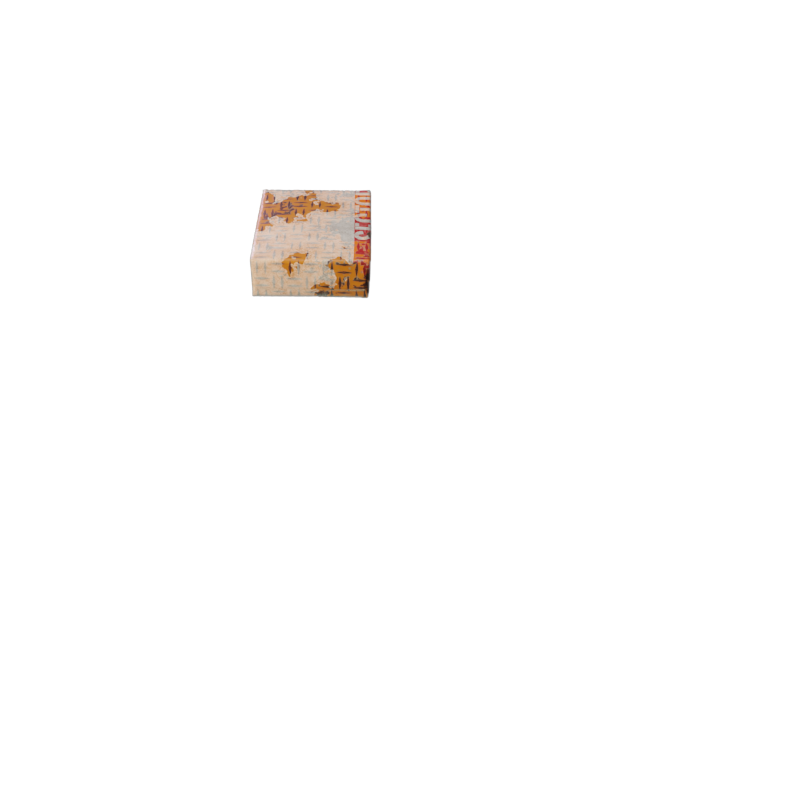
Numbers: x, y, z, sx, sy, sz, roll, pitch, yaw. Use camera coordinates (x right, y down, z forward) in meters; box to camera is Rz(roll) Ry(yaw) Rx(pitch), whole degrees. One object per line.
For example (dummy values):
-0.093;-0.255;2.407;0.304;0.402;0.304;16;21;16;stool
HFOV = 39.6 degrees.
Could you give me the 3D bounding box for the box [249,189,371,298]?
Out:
-0.068;-0.124;0.868;0.090;0.036;0.121;0;35;0;box
